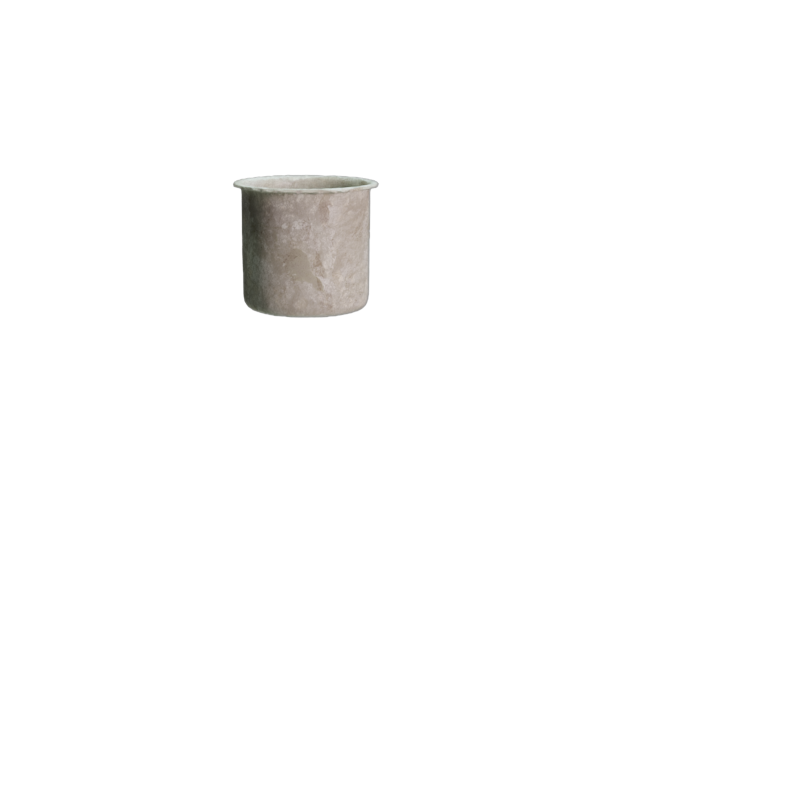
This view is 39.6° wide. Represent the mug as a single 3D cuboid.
[{"bbox_3d":[-0.057,-0.103,0.723,0.096,0.079,0.117,5,15,19],"label":"mug"}]
